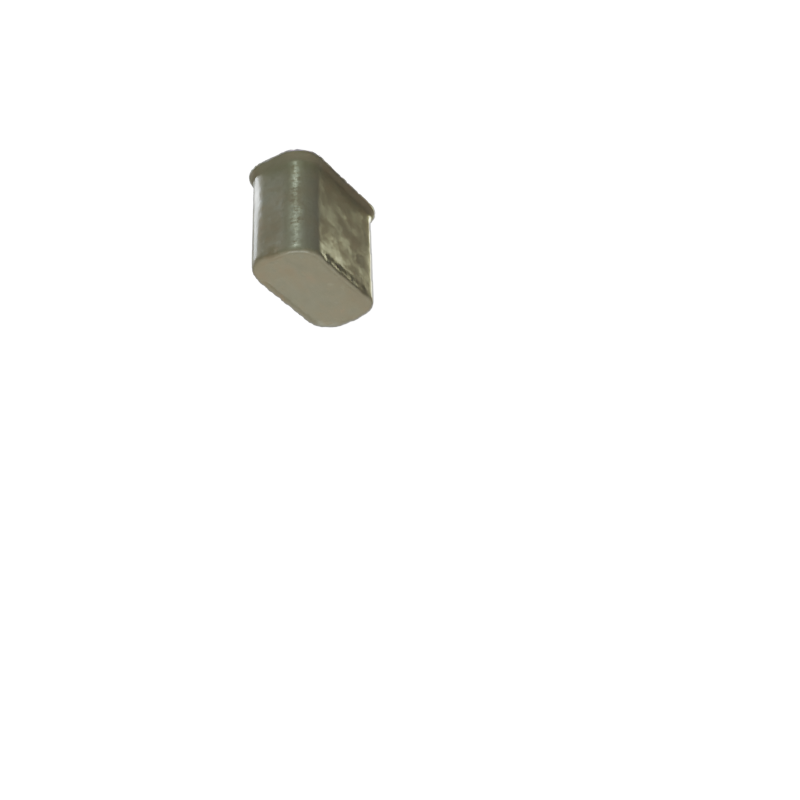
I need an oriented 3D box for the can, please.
[{"bbox_3d":[-0.060,-0.110,0.770,0.058,0.090,0.094,-21,-37,26],"label":"can"}]
